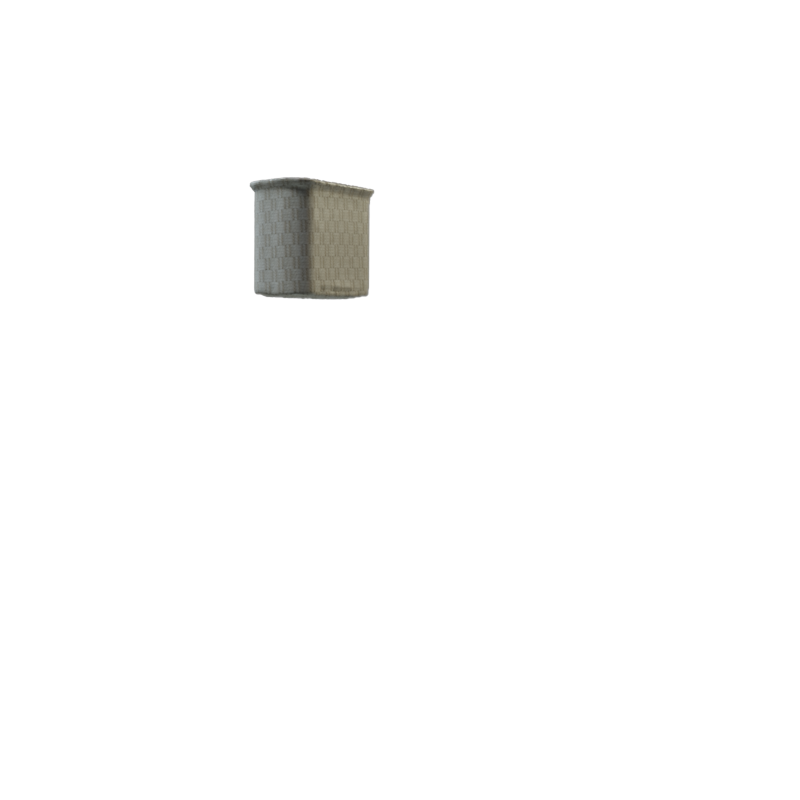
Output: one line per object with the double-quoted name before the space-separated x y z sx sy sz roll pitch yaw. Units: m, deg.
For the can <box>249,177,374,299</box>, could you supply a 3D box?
"can" -0.065 -0.118 0.827 0.059 0.084 0.098 -2 -1 36
